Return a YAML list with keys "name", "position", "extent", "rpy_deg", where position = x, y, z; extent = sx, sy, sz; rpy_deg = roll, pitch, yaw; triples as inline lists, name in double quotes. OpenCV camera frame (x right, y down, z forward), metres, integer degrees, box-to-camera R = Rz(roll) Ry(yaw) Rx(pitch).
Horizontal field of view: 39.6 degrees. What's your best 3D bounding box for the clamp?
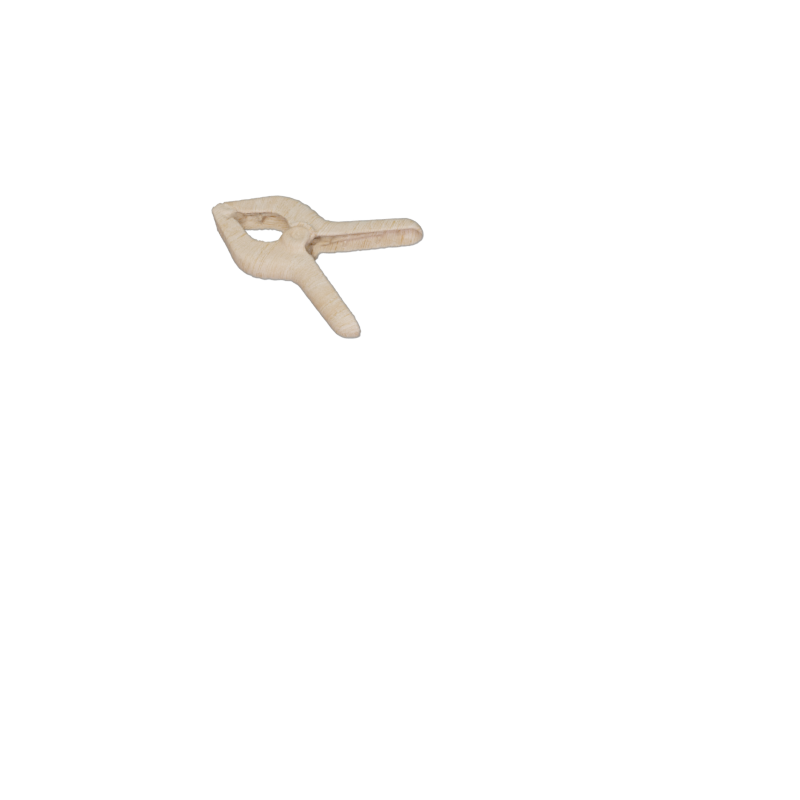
- name: "clamp"
  position: [-0.070, -0.128, 0.895]
  extent: [0.181, 0.036, 0.122]
  rpy_deg: [31, 56, 23]
